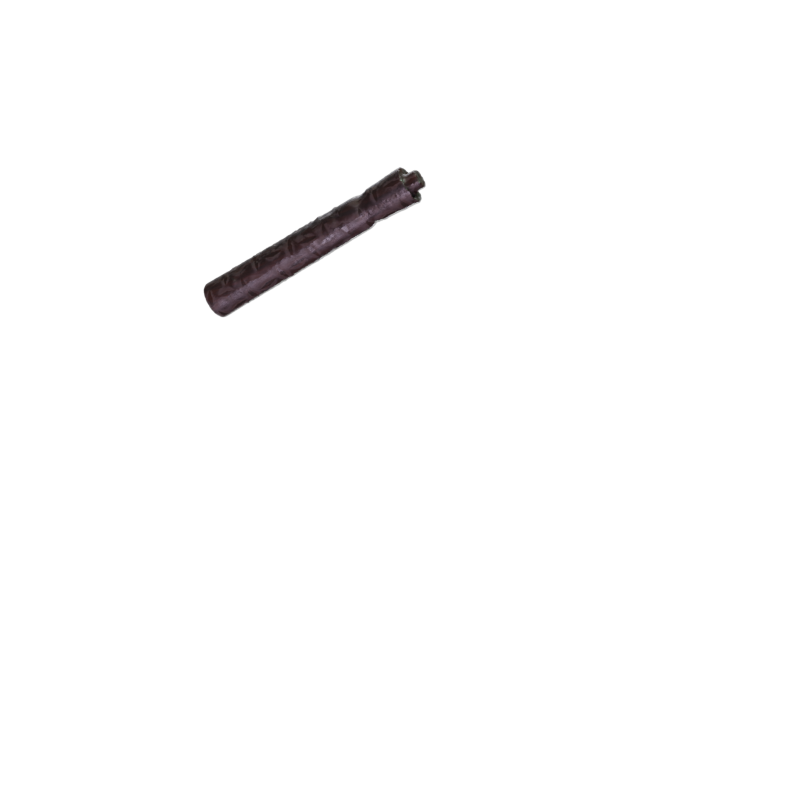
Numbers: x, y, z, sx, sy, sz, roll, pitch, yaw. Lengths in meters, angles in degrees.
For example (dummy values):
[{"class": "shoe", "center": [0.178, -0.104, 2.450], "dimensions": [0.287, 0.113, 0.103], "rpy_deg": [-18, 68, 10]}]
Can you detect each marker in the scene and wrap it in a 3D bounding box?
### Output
[{"class": "marker", "center": [-0.041, -0.074, 0.522], "dimensions": [0.121, 0.020, 0.019], "rpy_deg": [-28, -7, 22]}]
